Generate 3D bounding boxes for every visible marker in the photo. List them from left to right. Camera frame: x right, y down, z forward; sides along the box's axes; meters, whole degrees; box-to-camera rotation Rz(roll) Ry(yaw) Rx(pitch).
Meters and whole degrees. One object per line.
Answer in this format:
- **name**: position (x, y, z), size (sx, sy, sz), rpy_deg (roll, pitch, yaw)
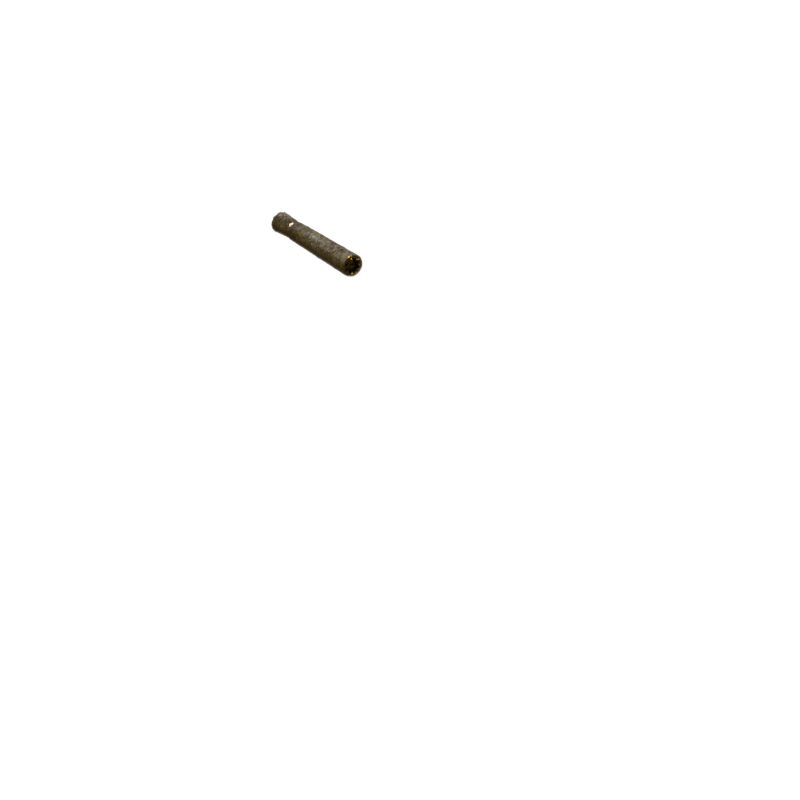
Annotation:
- **marker**: position (-0.071, -0.130, 0.911), size (0.019, 0.019, 0.130), rpy_deg (-3, 25, -34)
